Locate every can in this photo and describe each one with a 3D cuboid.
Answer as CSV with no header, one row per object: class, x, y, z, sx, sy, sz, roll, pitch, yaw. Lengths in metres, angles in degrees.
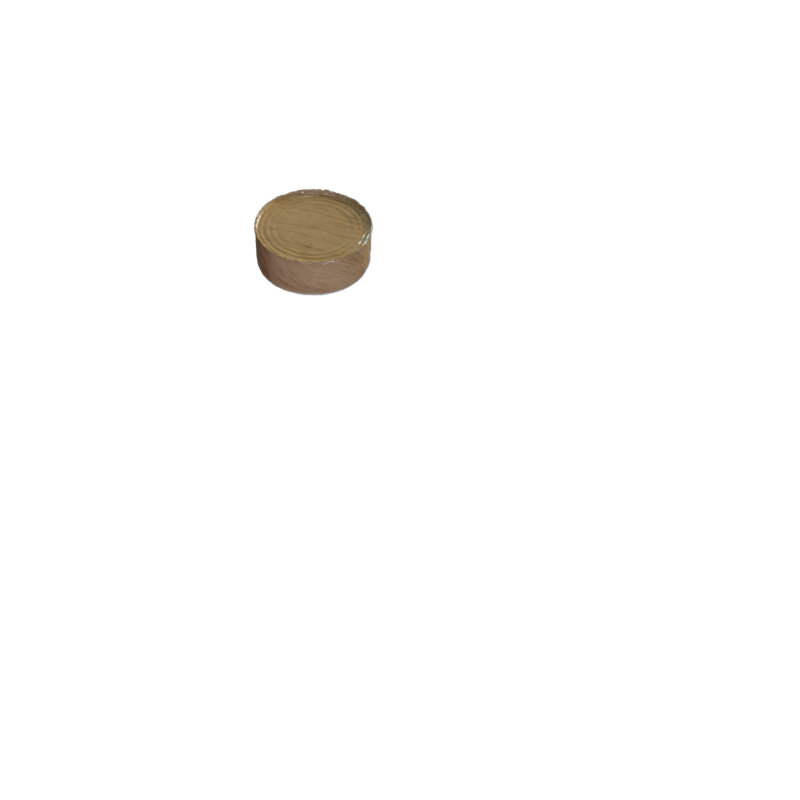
can,-0.063,-0.115,0.808,0.086,0.031,0.092,-1,44,-2
